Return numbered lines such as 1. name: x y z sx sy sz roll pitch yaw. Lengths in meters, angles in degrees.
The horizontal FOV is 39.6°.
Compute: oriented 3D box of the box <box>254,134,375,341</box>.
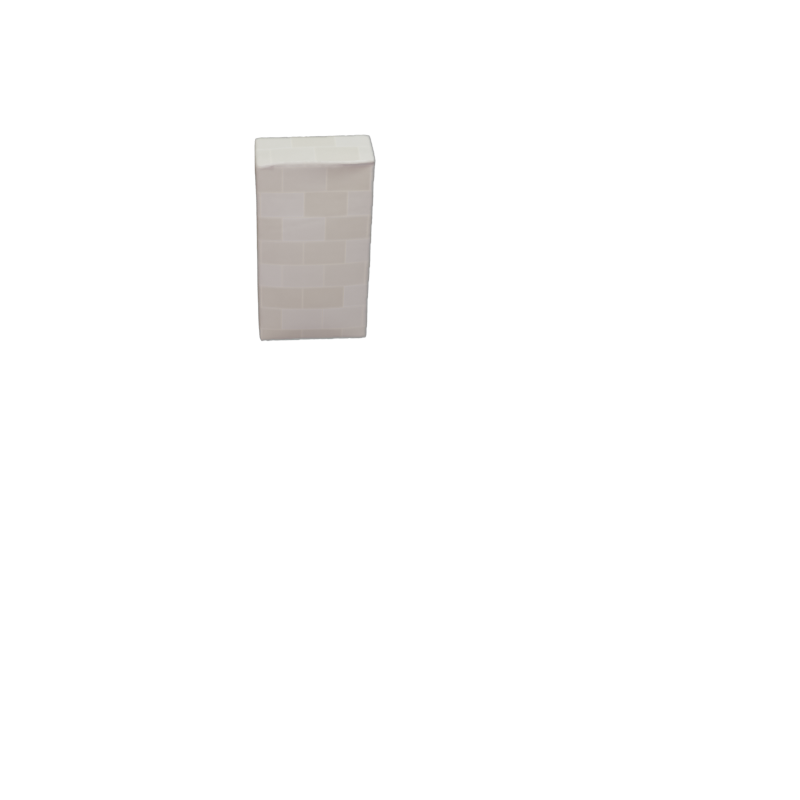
1. box: -0.070 -0.128 0.895 0.093 0.164 0.052 -2 41 -5
